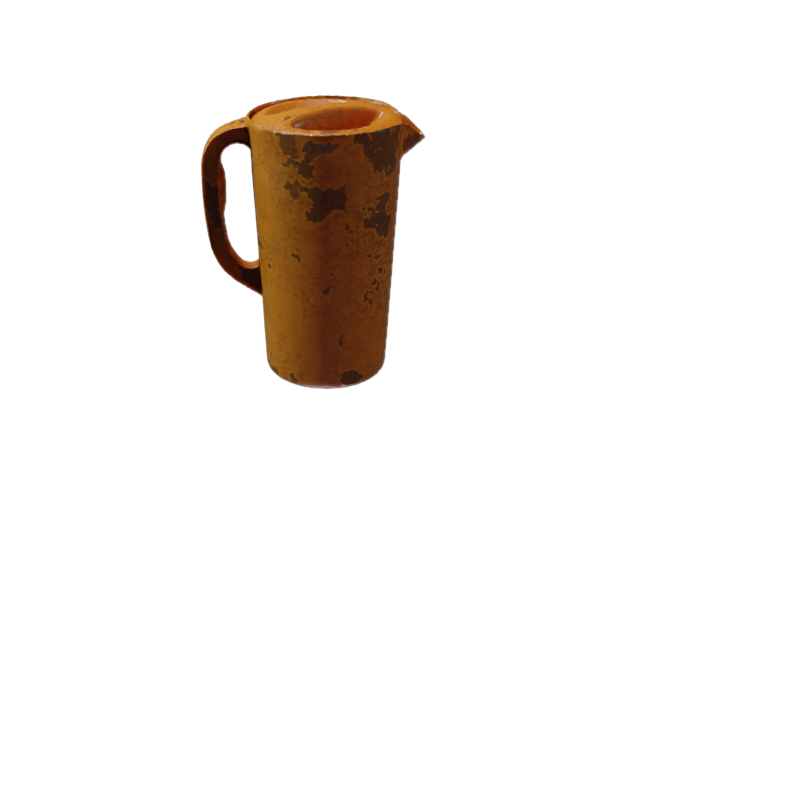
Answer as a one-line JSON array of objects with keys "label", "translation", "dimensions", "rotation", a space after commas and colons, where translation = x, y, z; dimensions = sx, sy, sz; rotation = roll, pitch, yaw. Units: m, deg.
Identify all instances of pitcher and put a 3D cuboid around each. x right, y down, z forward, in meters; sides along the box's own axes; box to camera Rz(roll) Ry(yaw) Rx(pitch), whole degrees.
[{"label": "pitcher", "translation": [-0.076, -0.138, 0.966], "dimensions": [0.158, 0.231, 0.144], "rotation": [20, 29, 36]}]
